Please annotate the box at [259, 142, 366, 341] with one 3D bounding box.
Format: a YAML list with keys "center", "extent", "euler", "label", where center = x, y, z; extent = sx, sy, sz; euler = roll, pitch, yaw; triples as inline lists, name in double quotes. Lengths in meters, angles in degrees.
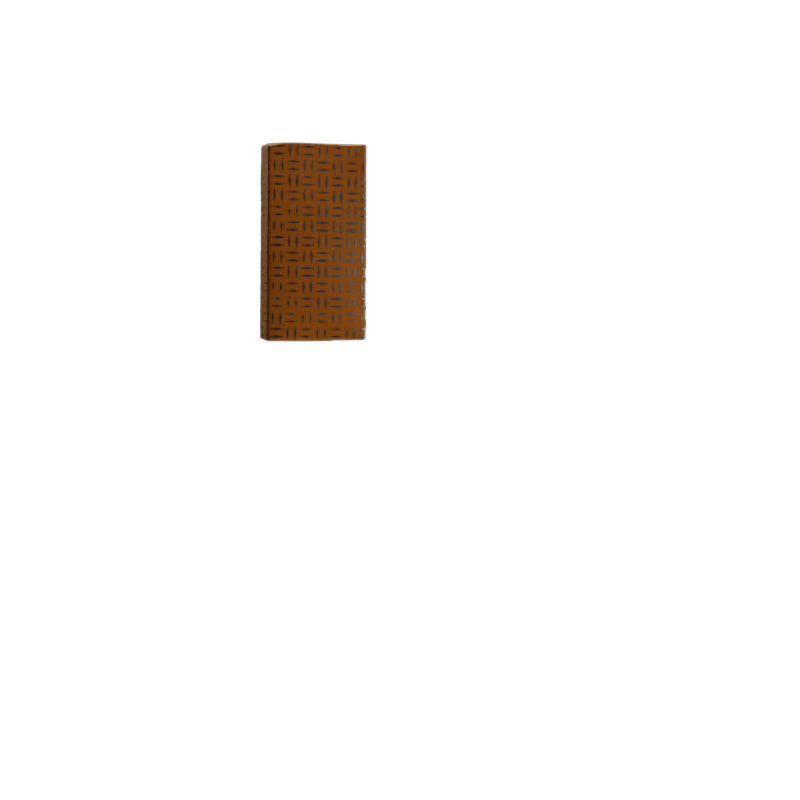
- center: [-0.078, -0.142, 0.997]
  extent: [0.092, 0.175, 0.049]
  euler: [-1, 2, -13]
  label: "box"
